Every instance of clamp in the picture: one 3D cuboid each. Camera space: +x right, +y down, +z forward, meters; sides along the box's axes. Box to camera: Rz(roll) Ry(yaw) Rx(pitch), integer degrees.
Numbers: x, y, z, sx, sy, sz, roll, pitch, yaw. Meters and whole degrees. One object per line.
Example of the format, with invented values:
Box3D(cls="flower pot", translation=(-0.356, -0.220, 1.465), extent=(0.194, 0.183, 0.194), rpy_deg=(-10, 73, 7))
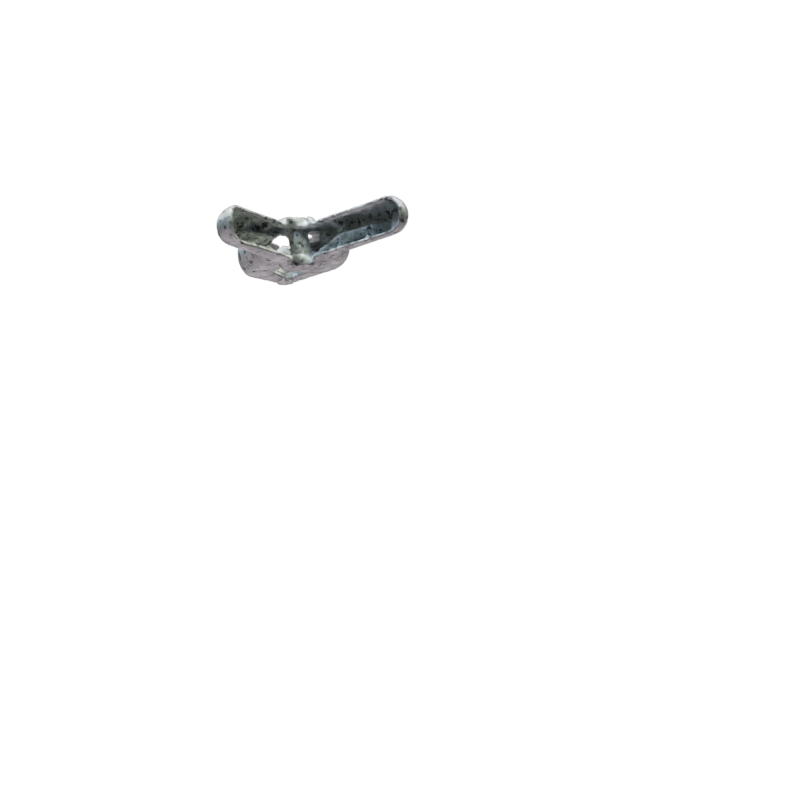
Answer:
Box3D(cls="clamp", translation=(-0.059, -0.108, 0.758), extent=(0.120, 0.040, 0.170), rpy_deg=(0, -2, -3))
